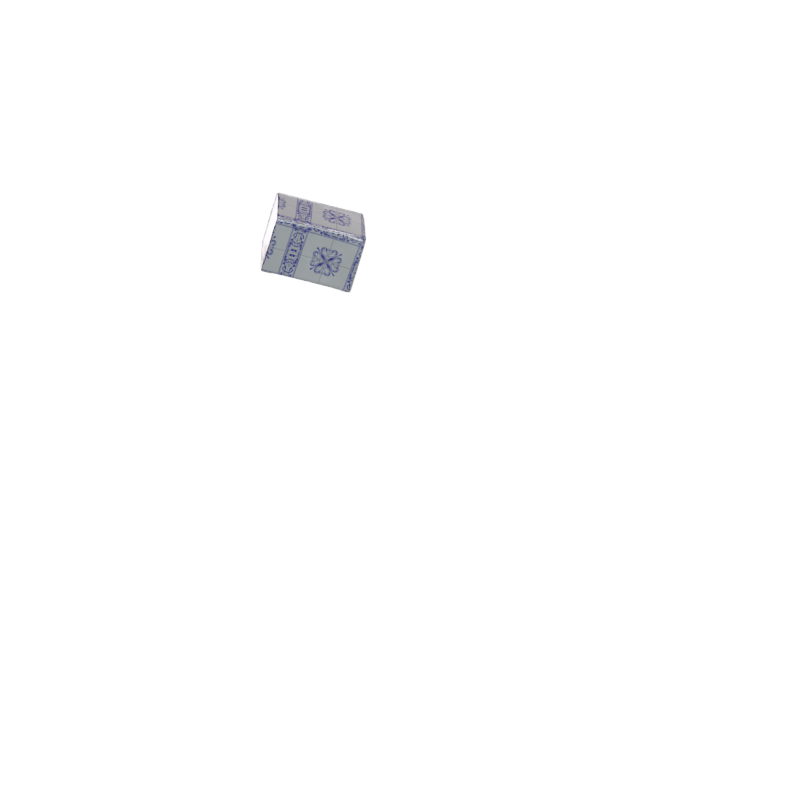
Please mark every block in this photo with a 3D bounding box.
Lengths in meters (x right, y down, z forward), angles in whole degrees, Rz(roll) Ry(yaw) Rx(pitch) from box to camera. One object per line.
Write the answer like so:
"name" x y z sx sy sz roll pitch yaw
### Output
"block" -0.072 -0.131 0.921 0.077 0.050 0.054 14 29 -9
